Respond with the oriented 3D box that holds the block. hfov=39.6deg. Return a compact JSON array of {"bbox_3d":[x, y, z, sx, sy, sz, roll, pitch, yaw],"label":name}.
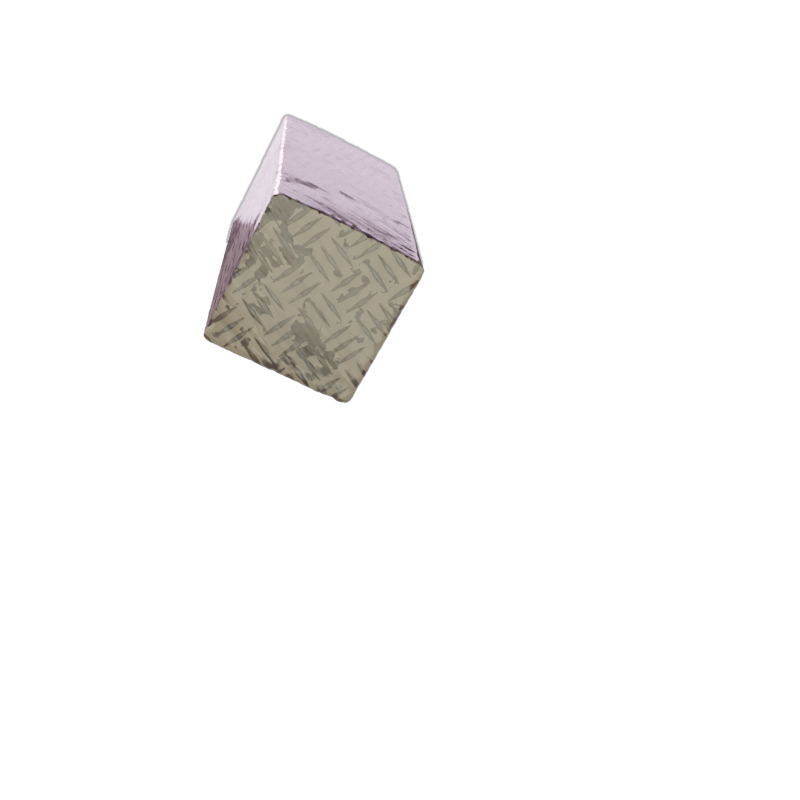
[{"bbox_3d":[-0.052,-0.096,0.673,0.088,0.088,0.216,25,20,-14],"label":"block"}]
